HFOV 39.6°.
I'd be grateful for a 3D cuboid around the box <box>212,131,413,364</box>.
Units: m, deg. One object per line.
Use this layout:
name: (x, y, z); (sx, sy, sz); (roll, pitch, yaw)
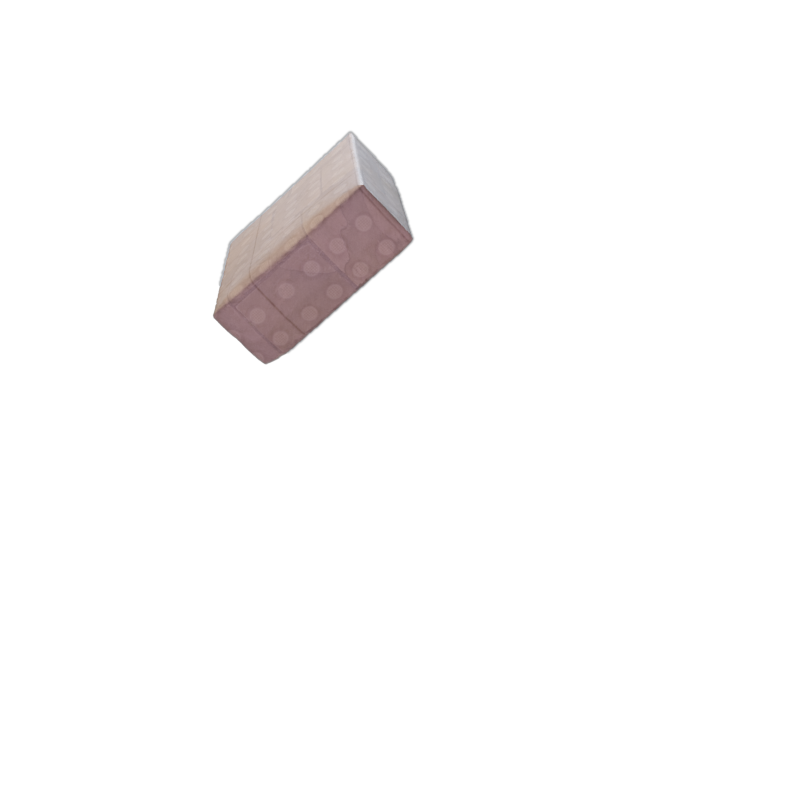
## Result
box: (-0.076, -0.139, 0.976); (0.163, 0.069, 0.224); (-40, 20, 12)
